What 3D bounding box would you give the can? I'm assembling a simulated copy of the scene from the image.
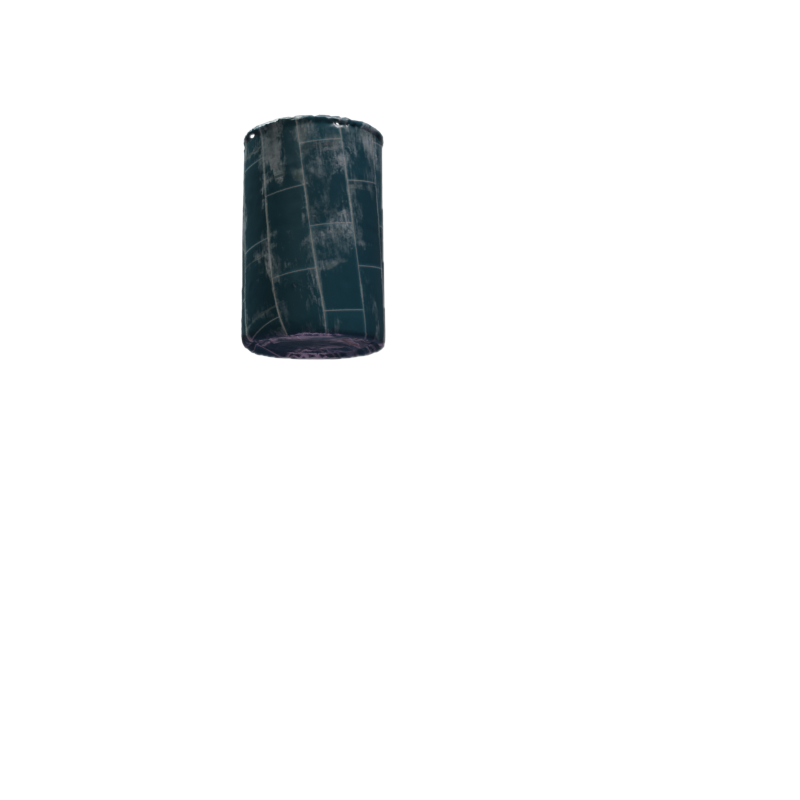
[{"bbox_3d":[-0.041,-0.075,0.523,0.068,0.106,0.066,0,-13,-2],"label":"can"}]
